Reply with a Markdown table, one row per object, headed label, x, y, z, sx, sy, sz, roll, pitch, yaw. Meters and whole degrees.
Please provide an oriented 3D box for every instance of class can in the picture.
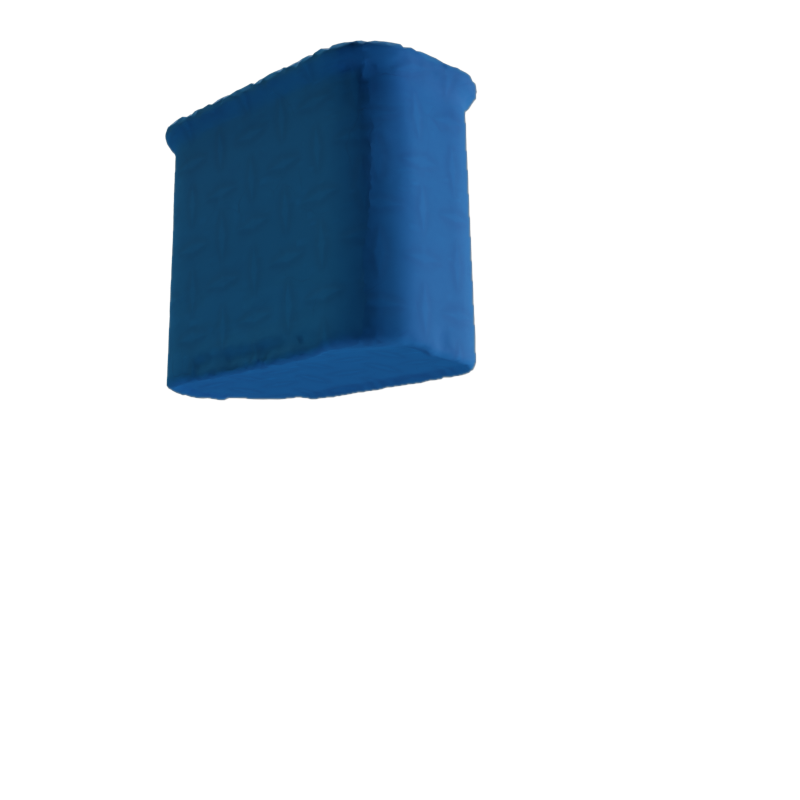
| label | x | y | z | sx | sy | sz | roll | pitch | yaw |
| --- | --- | --- | --- | --- | --- | --- | --- | --- | --- |
| can | -0.026 | -0.047 | 0.329 | 0.104 | 0.087 | 0.054 | -12 | -18 | 43 |
